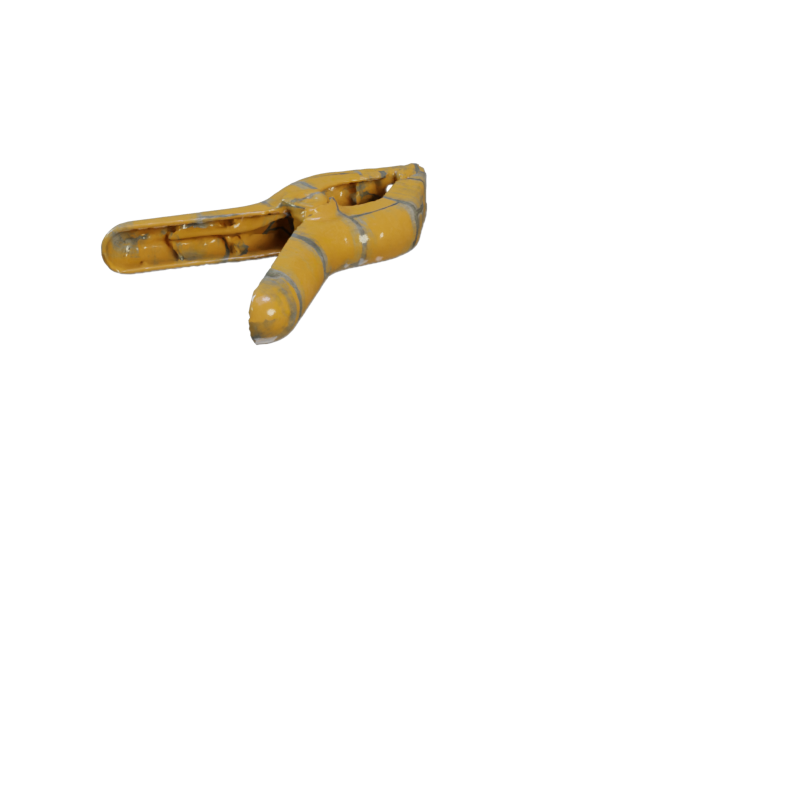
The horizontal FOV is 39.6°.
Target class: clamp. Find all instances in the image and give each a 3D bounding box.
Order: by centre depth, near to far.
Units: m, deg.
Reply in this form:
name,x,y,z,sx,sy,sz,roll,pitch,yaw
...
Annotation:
name,x,y,z,sx,sy,sz,roll,pitch,yaw
clamp,-0.041,-0.075,0.525,0.170,0.037,0.129,-24,42,-30
